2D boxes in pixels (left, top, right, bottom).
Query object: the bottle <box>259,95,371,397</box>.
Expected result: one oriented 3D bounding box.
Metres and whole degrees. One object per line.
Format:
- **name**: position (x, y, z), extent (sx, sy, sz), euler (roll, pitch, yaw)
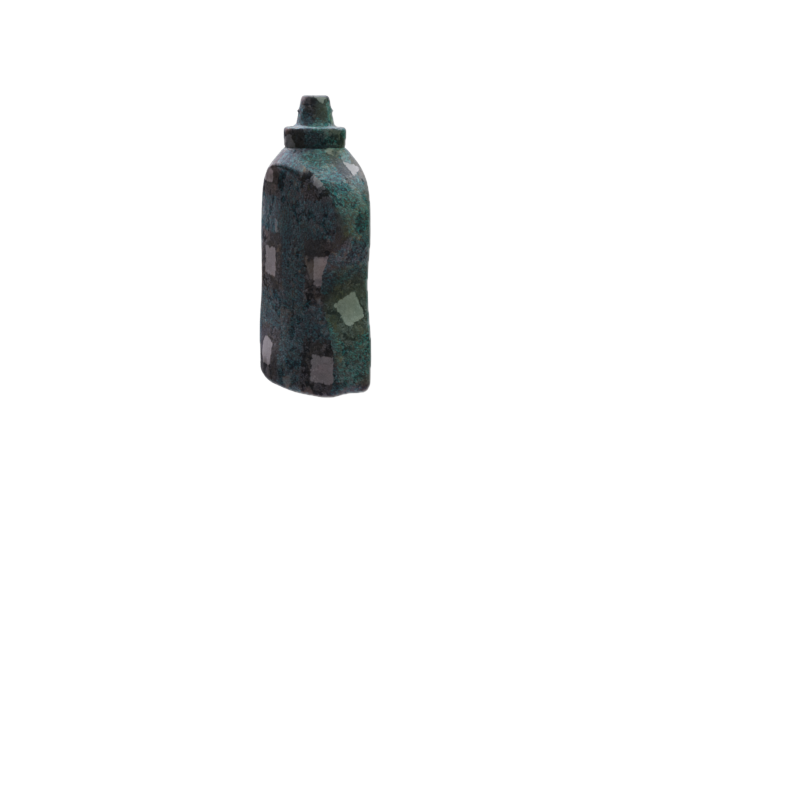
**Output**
- **bottle**: position (-0.057, -0.105, 0.733), extent (0.057, 0.188, 0.101), euler (-4, 10, -32)
